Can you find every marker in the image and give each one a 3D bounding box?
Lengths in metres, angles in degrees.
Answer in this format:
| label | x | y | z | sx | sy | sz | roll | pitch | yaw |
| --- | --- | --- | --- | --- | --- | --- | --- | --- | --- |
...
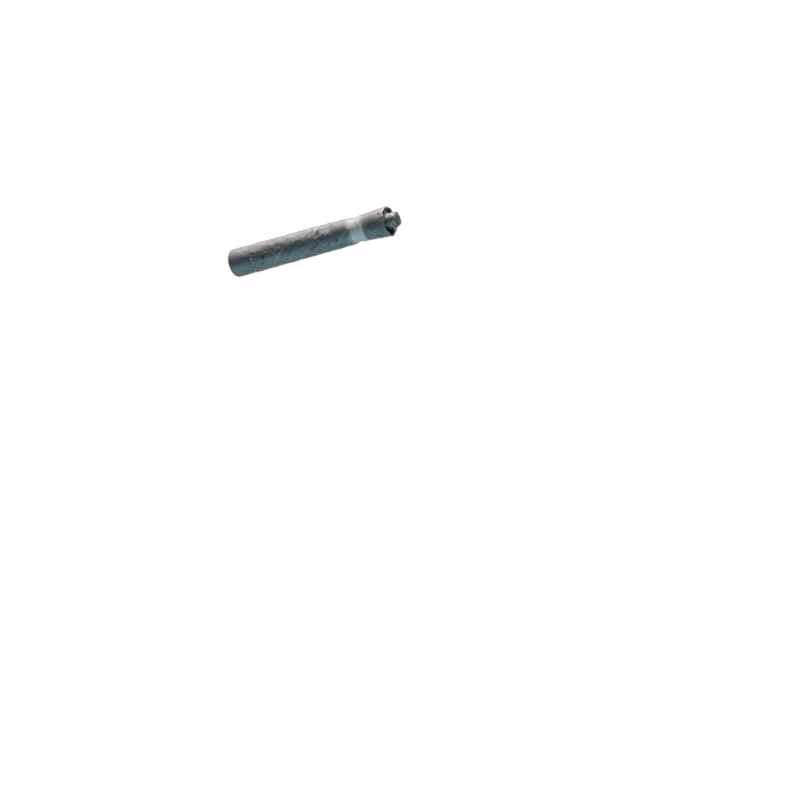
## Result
| label | x | y | z | sx | sy | sz | roll | pitch | yaw |
| --- | --- | --- | --- | --- | --- | --- | --- | --- | --- |
| marker | -0.054 | -0.099 | 0.696 | 0.123 | 0.020 | 0.019 | -11 | -2 | 29 |
